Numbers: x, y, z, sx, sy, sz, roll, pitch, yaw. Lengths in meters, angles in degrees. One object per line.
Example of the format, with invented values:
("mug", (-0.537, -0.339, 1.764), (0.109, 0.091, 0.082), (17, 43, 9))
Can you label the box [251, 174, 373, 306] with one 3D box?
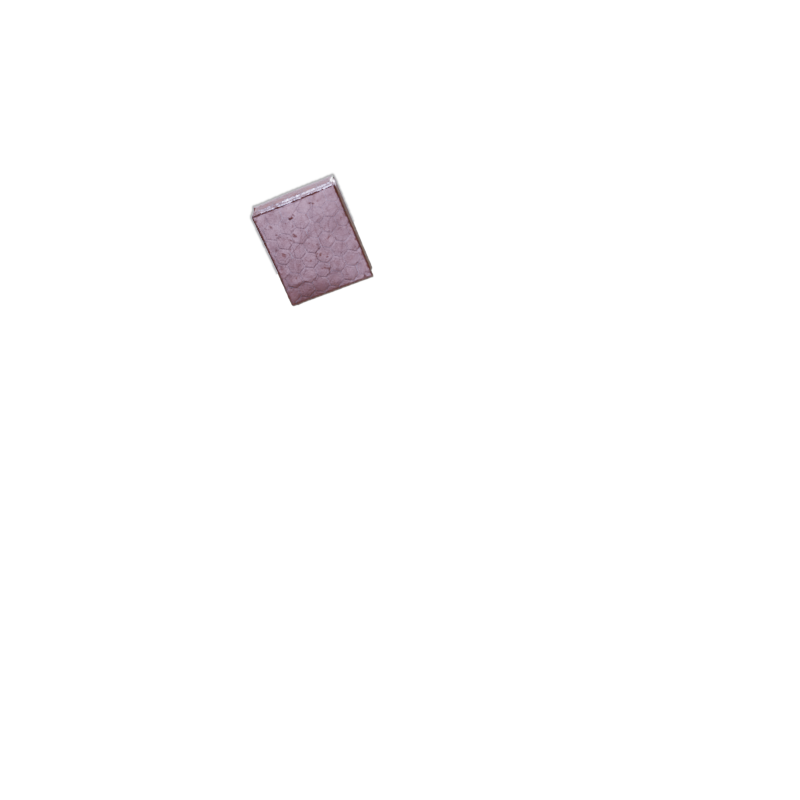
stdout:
("box", (-0.071, -0.130, 0.910), (0.073, 0.085, 0.032), (-21, 20, 8))
